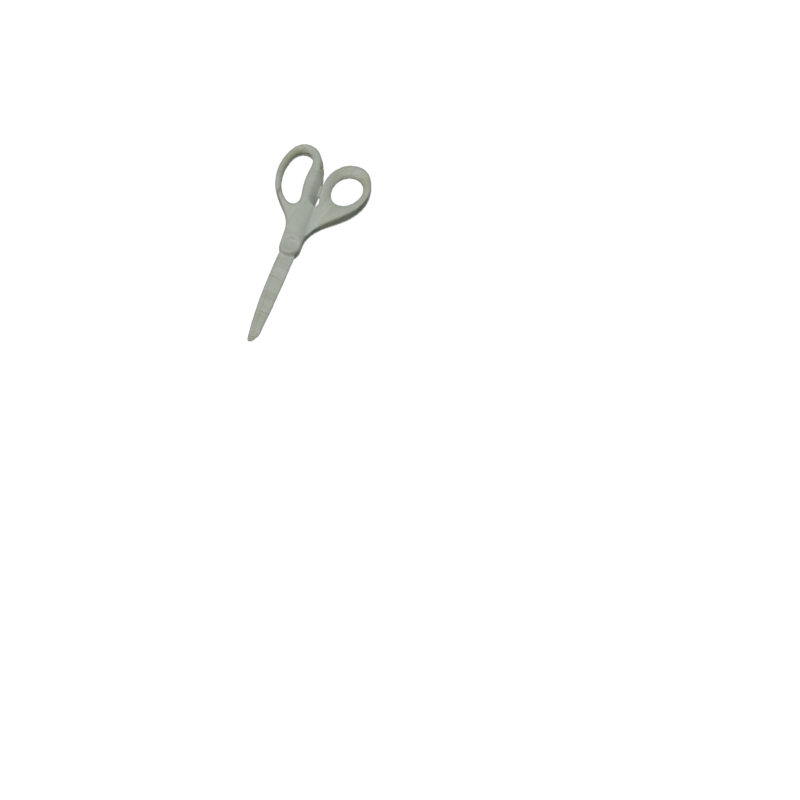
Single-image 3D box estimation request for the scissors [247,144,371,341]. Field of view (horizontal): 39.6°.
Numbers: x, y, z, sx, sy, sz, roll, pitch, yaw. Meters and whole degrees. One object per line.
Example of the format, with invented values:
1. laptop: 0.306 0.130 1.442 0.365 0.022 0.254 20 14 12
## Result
1. scissors: -0.076 -0.138 0.970 0.096 0.214 0.015 2 -29 1
